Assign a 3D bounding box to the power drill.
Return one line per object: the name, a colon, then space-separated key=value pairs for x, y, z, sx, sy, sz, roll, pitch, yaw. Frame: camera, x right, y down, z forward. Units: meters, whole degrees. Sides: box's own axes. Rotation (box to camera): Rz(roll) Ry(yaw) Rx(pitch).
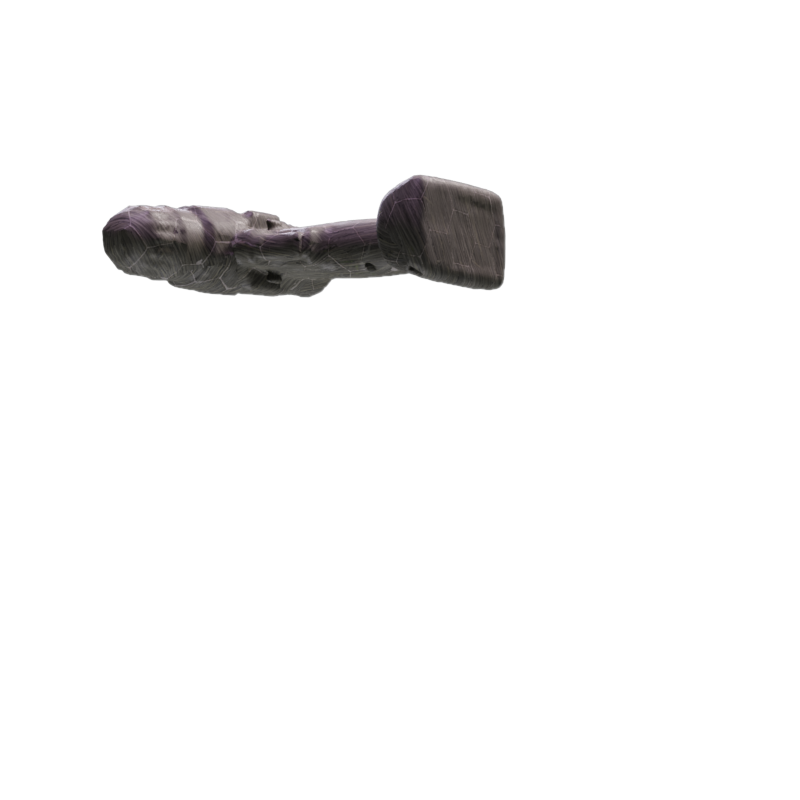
power drill: x=-0.050 y=-0.091 z=0.634 sx=0.194 sy=0.058 sz=0.177 roll=2 pitch=3 yaw=35
